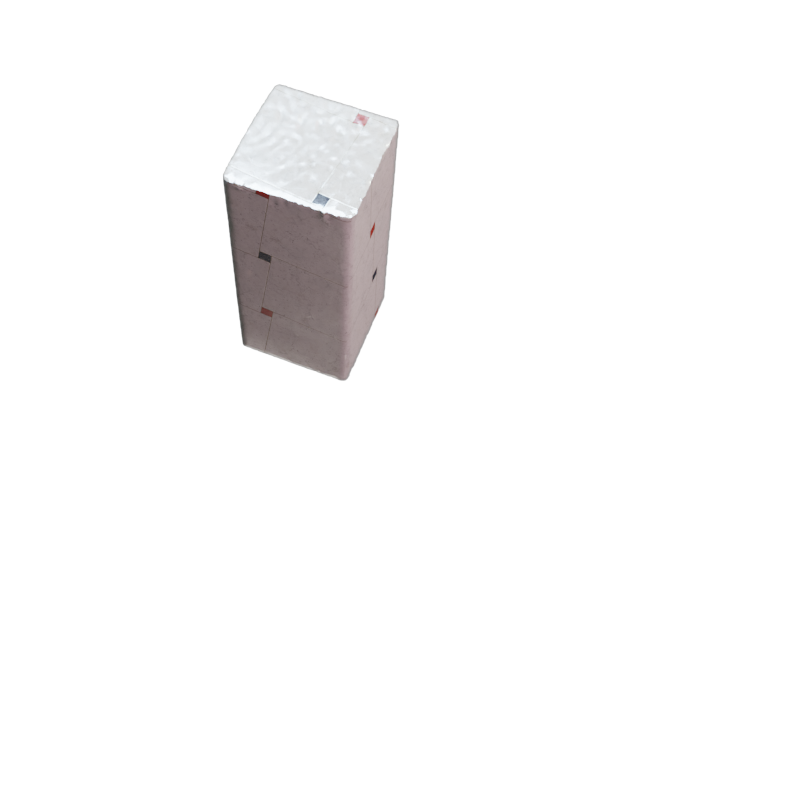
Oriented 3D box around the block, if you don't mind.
[{"bbox_3d":[-0.062,-0.112,0.786,0.093,0.094,0.193,20,-30,8],"label":"block"}]
